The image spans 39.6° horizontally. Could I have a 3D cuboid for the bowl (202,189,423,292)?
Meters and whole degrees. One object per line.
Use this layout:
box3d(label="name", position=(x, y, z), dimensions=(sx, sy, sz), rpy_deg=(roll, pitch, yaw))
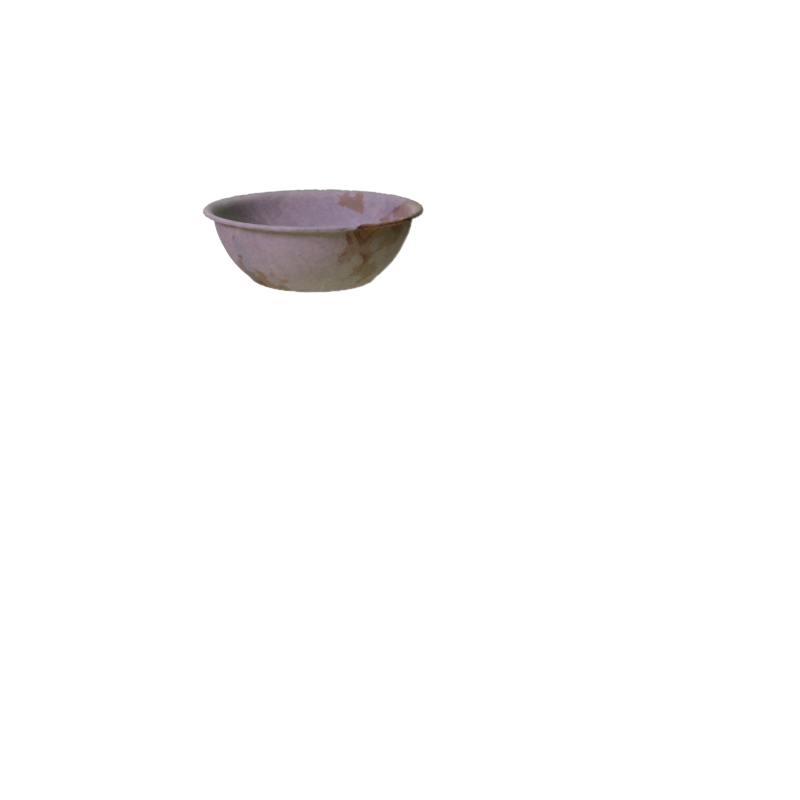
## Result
box3d(label="bowl", position=(-0.064, -0.117, 0.818), dimensions=(0.162, 0.053, 0.168), rpy_deg=(-1, 19, -2))
